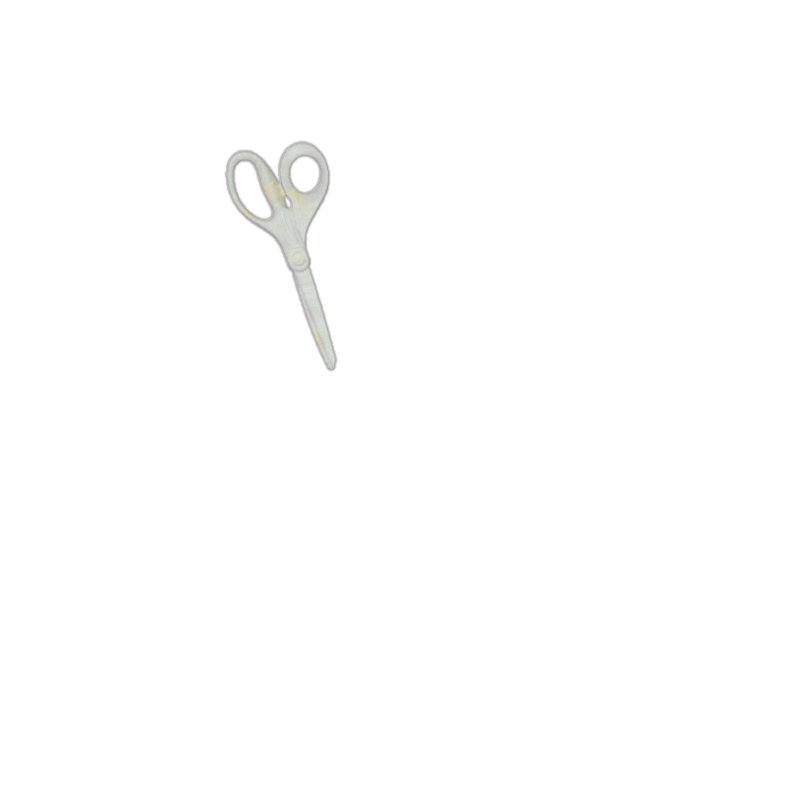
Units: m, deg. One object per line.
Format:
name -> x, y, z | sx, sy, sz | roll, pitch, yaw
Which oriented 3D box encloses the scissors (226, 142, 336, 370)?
scissors -> -0.074, -0.135, 0.943 | 0.096, 0.208, 0.015 | -32, -11, -7
